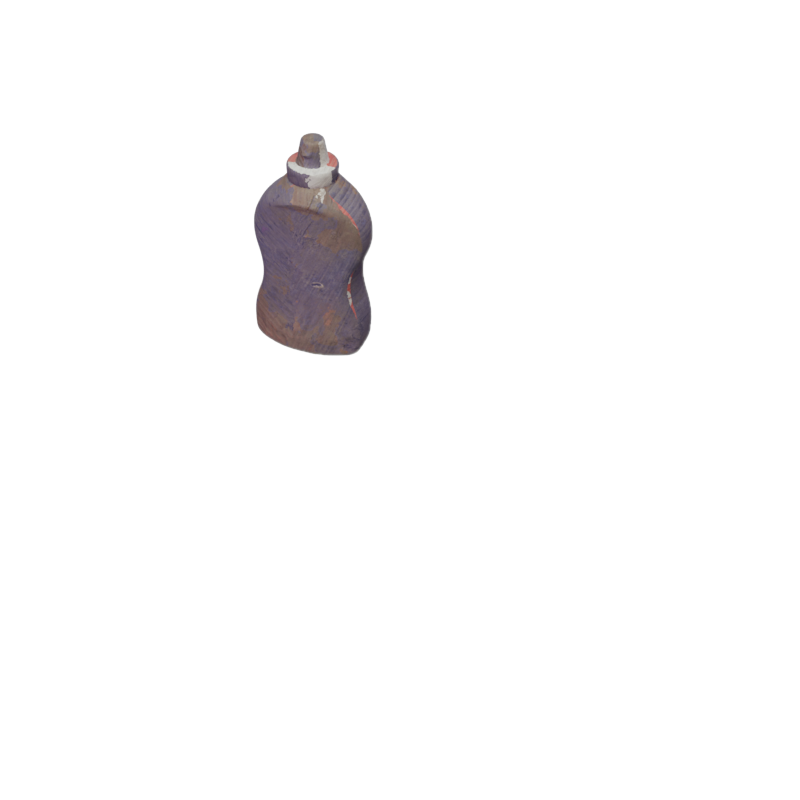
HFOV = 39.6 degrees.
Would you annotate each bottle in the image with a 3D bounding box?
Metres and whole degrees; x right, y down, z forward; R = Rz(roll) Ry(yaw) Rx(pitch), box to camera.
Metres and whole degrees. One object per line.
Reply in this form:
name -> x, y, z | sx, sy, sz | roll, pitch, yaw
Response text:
bottle -> -0.071, -0.128, 0.899 | 0.099, 0.179, 0.060 | 16, 38, 17
